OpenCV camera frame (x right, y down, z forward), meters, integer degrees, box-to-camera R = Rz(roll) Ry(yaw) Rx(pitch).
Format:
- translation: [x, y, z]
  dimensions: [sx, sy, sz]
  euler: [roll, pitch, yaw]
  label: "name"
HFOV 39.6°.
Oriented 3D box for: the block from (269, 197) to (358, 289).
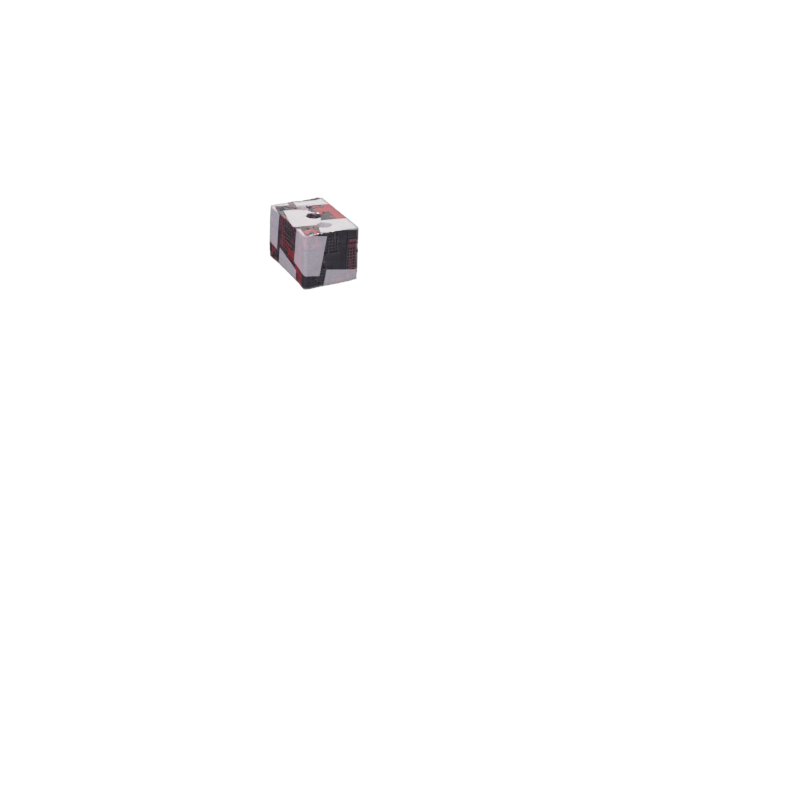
- translation: [-0.076, -0.139, 0.971]
  dimensions: [0.052, 0.048, 0.084]
  euler: [-13, 32, -24]
  label: "block"
